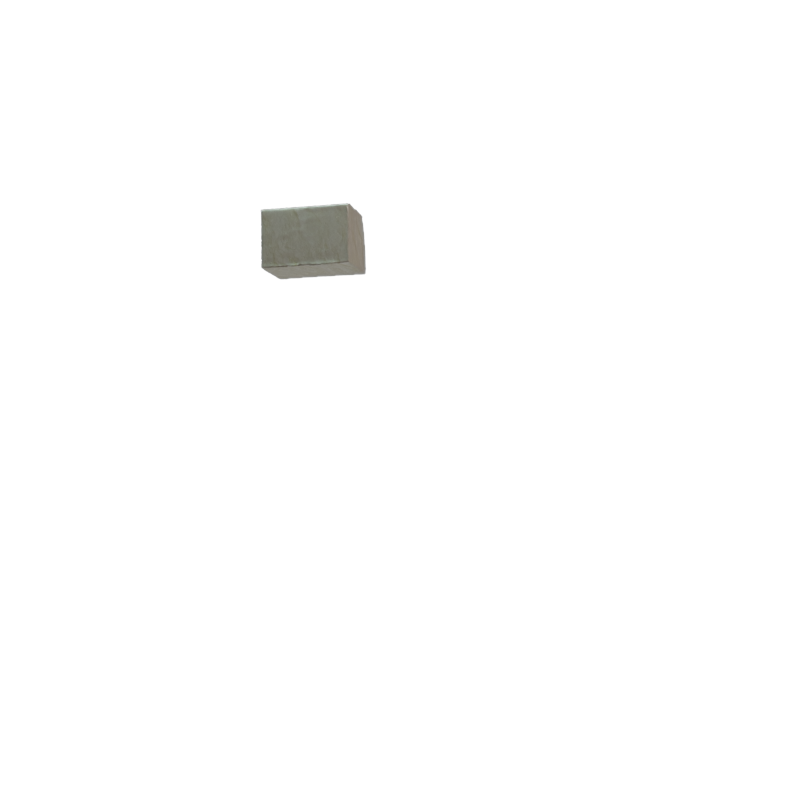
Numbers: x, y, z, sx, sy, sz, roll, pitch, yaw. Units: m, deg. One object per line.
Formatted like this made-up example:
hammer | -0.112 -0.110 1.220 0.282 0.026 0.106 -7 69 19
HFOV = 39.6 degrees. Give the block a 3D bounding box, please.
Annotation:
block | -0.072 -0.132 0.924 0.079 0.053 0.051 -2 -9 14
